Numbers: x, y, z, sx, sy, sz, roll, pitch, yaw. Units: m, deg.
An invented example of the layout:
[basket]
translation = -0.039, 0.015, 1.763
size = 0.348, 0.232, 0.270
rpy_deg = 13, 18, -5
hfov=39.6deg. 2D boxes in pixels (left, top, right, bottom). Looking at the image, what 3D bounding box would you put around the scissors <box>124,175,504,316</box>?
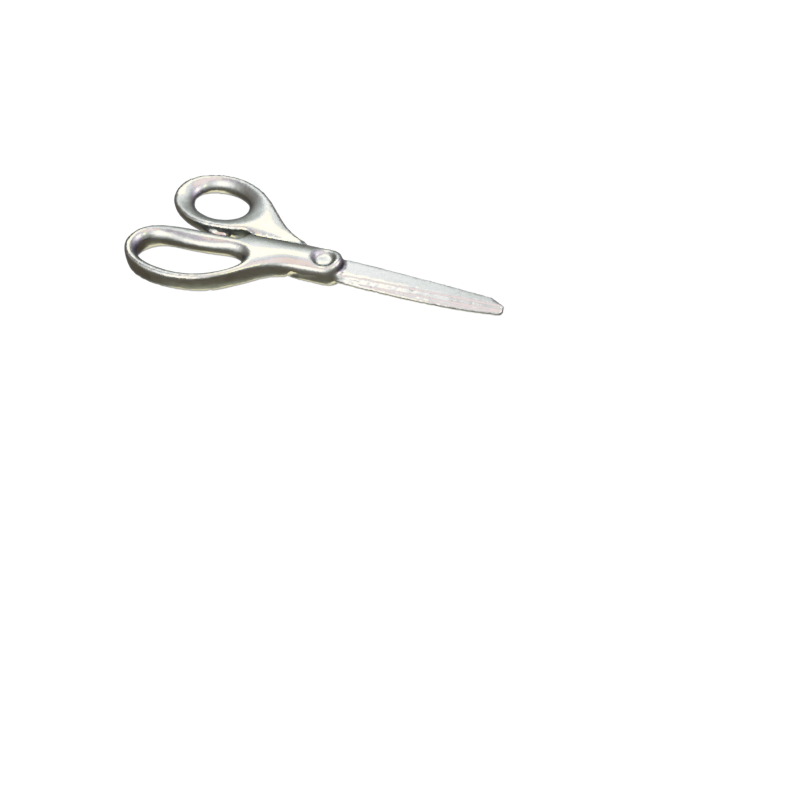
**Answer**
[scissors]
translation = -0.047, -0.086, 0.605
size = 0.202, 0.103, 0.015
rpy_deg = 3, -44, 3
